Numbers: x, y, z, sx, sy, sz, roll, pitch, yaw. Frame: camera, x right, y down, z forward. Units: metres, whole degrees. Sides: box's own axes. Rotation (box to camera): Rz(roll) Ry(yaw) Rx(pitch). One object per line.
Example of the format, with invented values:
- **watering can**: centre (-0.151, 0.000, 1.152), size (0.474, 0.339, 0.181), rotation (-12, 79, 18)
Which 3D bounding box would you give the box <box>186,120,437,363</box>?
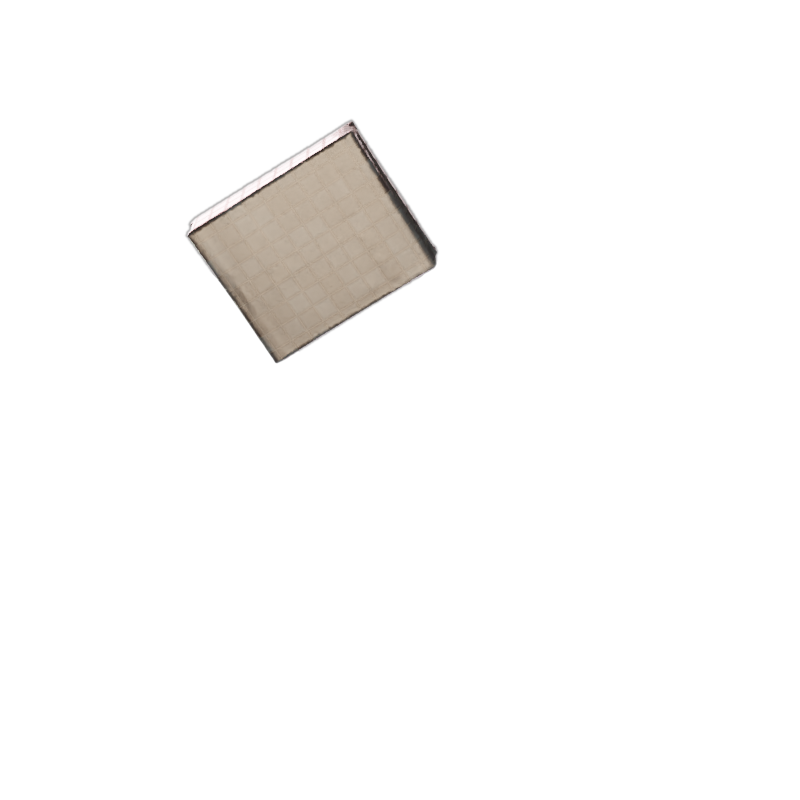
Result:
- **box**: centre (-0.039, -0.071, 0.499), size (0.089, 0.070, 0.031), rotation (-31, 15, 9)
